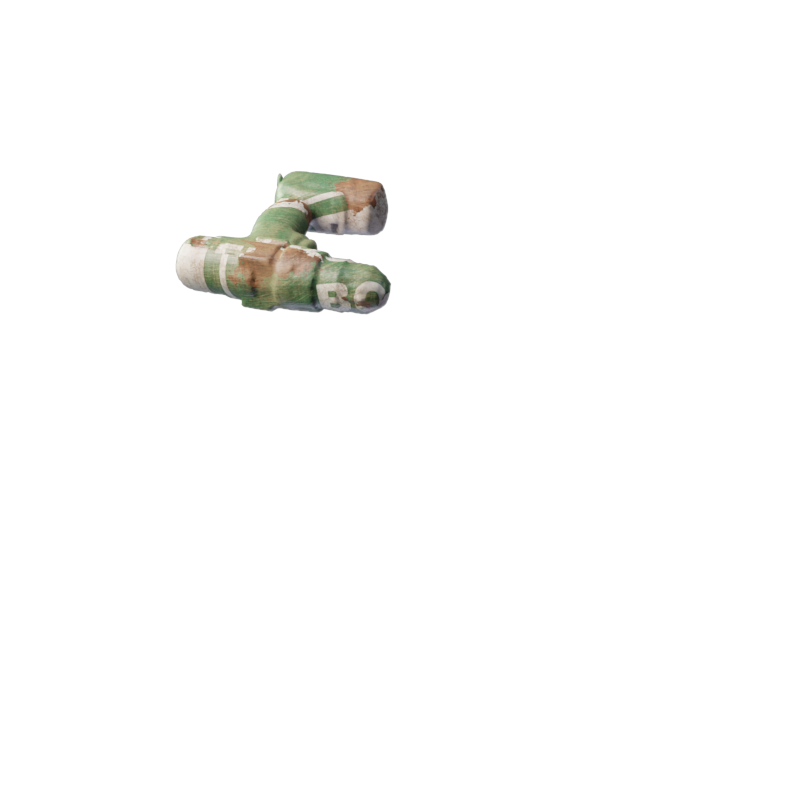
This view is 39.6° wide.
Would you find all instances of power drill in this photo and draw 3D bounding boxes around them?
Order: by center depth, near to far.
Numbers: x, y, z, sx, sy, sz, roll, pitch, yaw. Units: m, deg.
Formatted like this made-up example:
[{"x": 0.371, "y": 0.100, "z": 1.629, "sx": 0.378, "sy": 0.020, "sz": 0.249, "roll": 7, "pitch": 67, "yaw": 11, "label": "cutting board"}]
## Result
[{"x": -0.075, "y": -0.136, "z": 0.956, "sx": 0.190, "sy": 0.054, "sz": 0.193, "roll": 11, "pitch": 32, "yaw": 18, "label": "power drill"}]
